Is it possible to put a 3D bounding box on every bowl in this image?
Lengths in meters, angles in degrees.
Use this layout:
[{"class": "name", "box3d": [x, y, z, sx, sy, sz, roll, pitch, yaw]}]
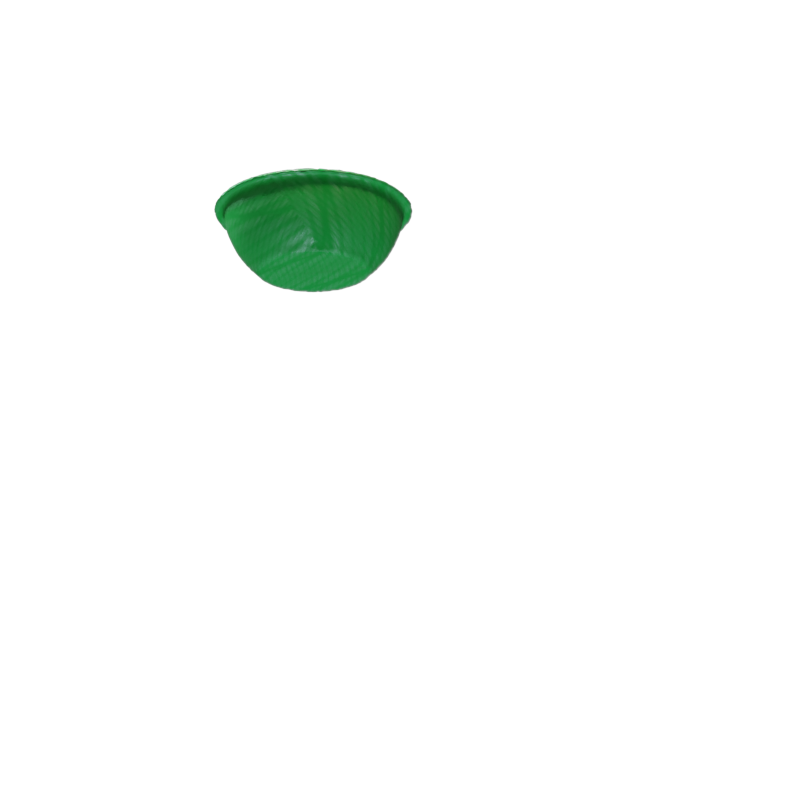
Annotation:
[{"class": "bowl", "box3d": [-0.070, -0.128, 0.900, 0.162, 0.058, 0.155, 0, -16, -2]}]
